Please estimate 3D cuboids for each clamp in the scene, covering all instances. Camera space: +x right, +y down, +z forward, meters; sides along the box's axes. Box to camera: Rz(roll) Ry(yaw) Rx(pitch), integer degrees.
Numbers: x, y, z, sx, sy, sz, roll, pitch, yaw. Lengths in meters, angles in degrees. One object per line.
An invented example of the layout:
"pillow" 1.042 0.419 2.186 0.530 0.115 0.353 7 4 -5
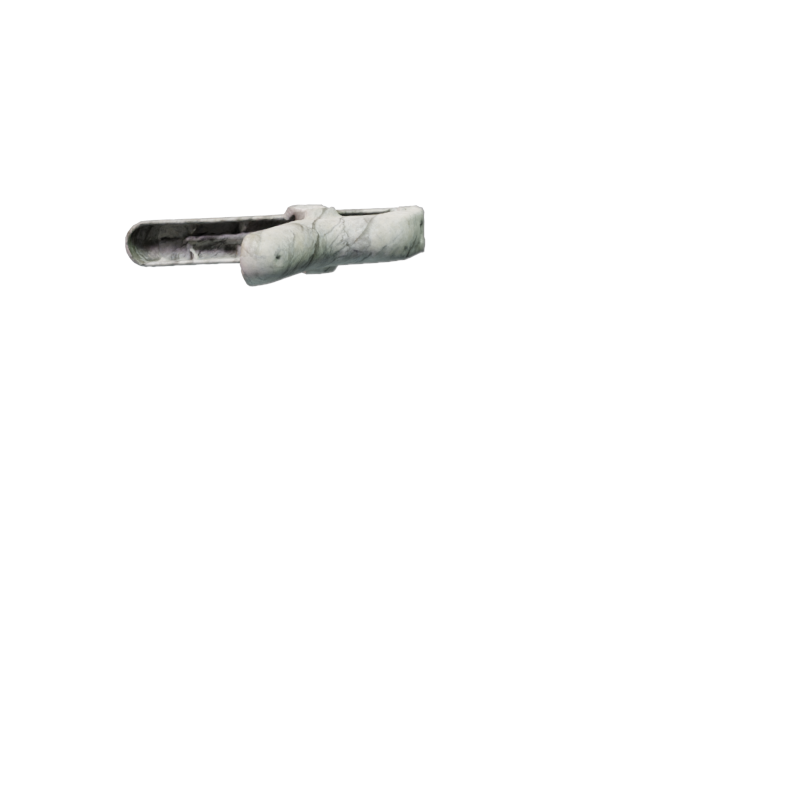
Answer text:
"clamp" -0.046 -0.084 0.586 0.167 0.038 0.128 -12 23 -30
